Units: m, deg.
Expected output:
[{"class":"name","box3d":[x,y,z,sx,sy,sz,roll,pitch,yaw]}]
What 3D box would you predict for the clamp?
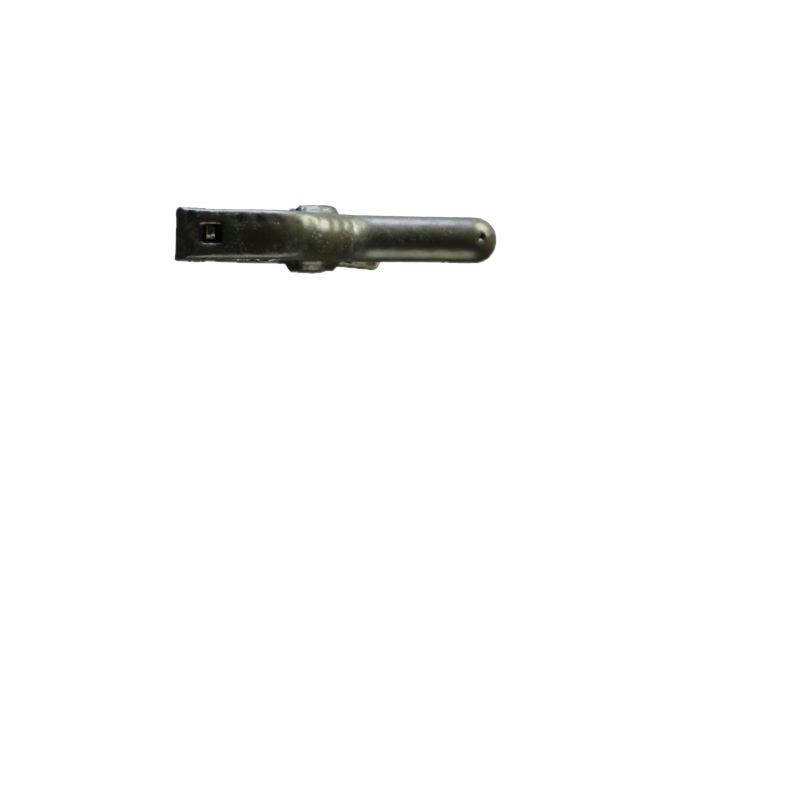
[{"class":"clamp","box3d":[-0.048,-0.088,0.613,0.166,0.040,0.122,1,-3,-25]}]
